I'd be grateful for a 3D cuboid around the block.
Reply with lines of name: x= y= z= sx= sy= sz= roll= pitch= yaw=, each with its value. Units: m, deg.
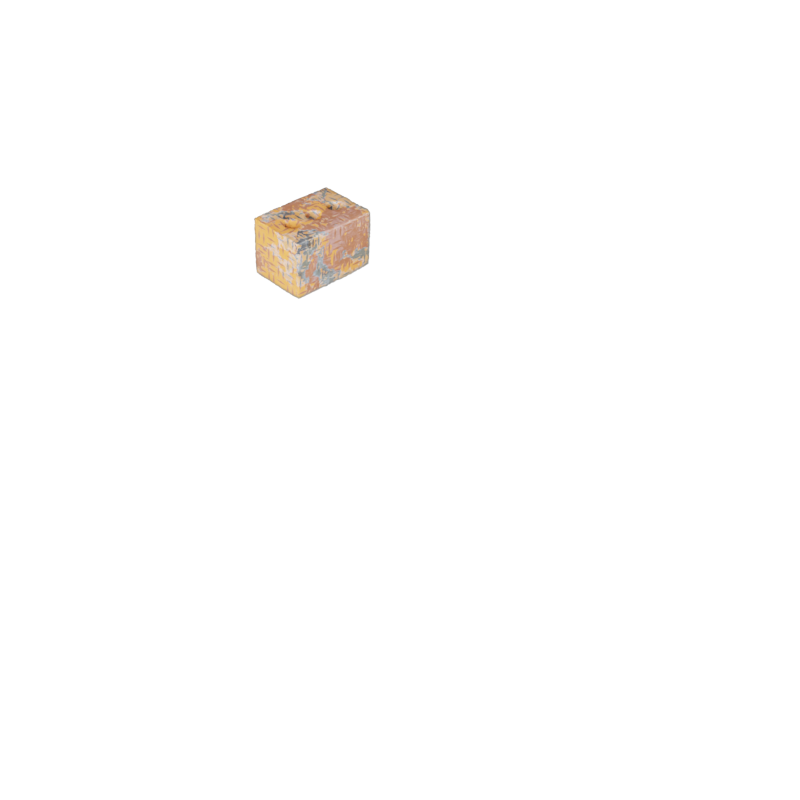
block: x=-0.068 y=-0.124 z=0.867 sx=0.078 sy=0.048 sz=0.056 roll=-30 pitch=46 yaw=-35
